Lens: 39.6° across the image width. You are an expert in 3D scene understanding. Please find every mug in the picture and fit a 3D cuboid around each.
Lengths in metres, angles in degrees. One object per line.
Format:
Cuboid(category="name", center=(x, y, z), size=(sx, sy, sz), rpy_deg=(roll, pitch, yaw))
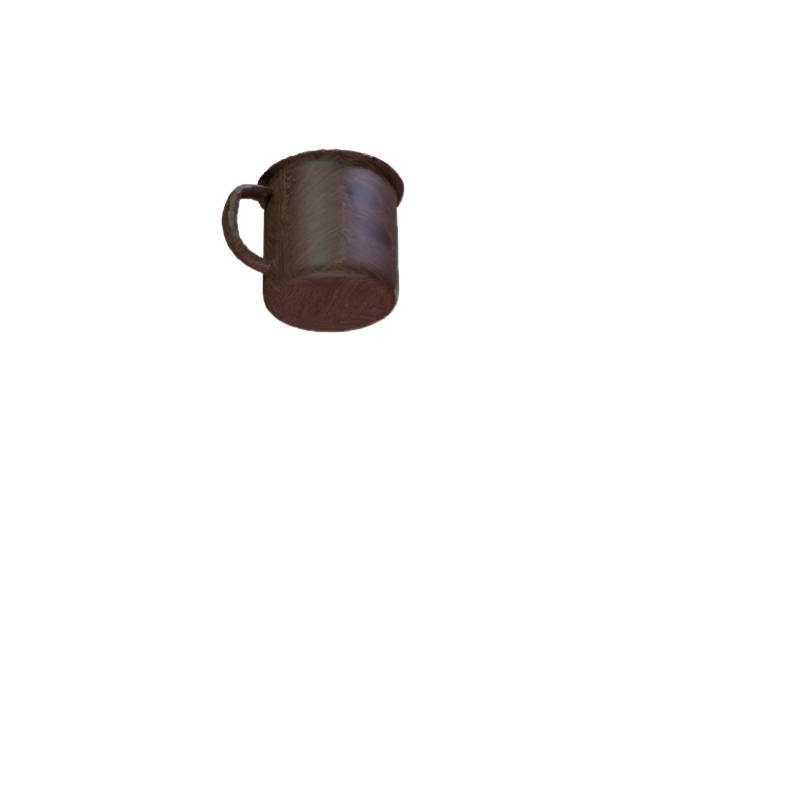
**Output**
Cuboid(category="mug", center=(-0.052, -0.096, 0.670), size=(0.112, 0.087, 0.092), rpy_deg=(14, -30, -28))
